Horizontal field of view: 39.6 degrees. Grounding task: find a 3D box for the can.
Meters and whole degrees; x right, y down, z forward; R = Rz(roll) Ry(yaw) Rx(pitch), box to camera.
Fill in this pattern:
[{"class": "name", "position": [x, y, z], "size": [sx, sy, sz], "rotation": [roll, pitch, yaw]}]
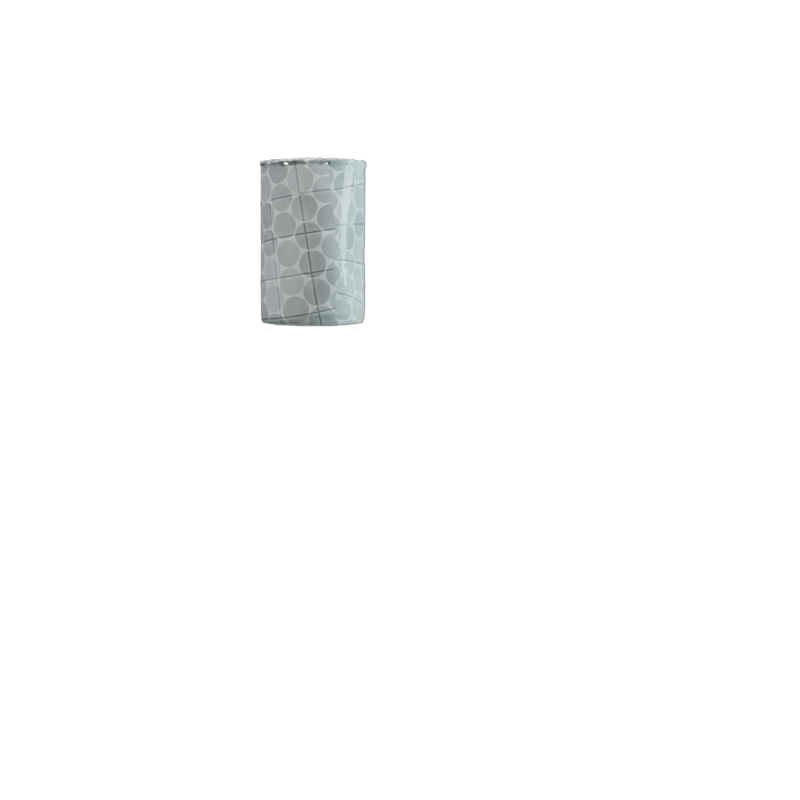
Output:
[{"class": "can", "position": [-0.055, -0.100, 0.701], "size": [0.068, 0.102, 0.069], "rotation": [0, 3, -2]}]
